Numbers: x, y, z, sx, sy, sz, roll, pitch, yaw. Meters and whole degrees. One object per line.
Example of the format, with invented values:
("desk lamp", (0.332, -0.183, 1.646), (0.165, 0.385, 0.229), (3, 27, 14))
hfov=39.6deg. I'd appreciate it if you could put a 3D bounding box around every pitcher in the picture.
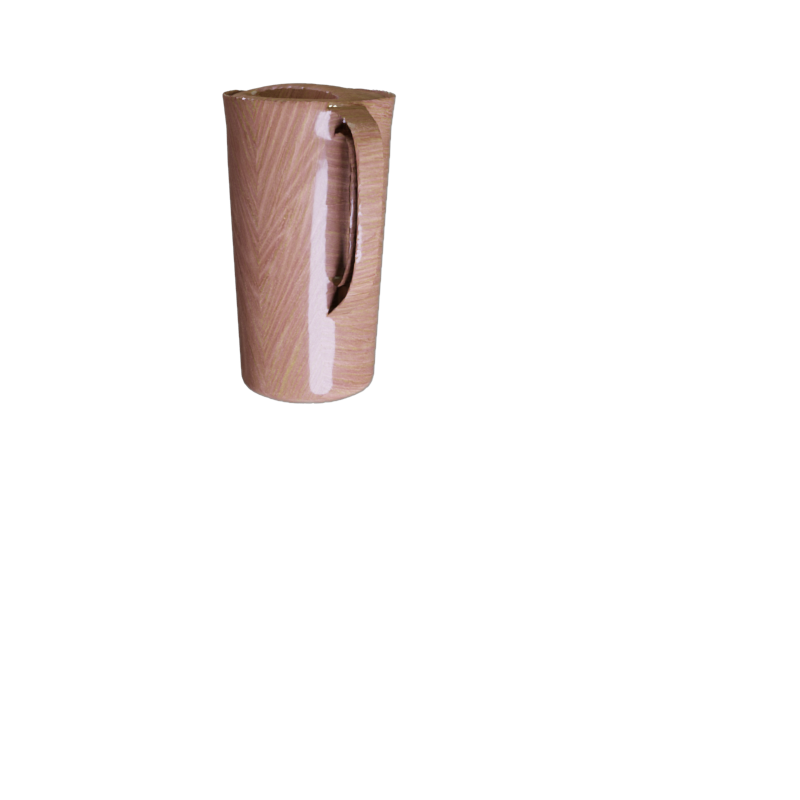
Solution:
("pitcher", (-0.068, -0.123, 0.864), (0.149, 0.236, 0.150), (5, 15, 16))
